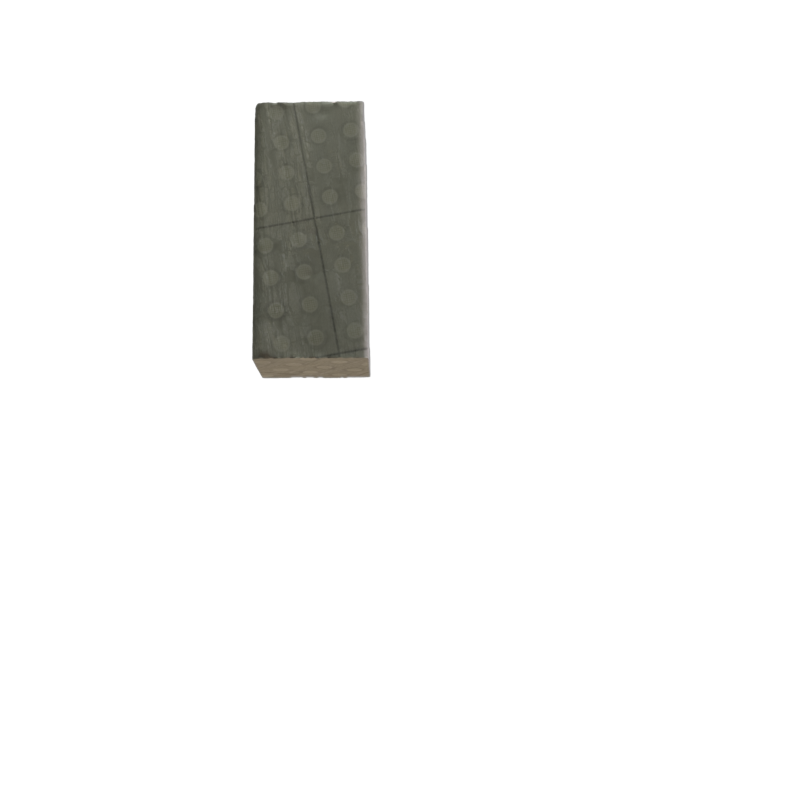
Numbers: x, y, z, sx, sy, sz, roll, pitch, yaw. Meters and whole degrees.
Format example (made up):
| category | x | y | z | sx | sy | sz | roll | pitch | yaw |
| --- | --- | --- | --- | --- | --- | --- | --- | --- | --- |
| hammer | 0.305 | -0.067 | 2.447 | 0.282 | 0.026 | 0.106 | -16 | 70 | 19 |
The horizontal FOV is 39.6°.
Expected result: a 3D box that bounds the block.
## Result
| category | x | y | z | sx | sy | sz | roll | pitch | yaw |
| --- | --- | --- | --- | --- | --- | --- | --- | --- | --- |
| block | -0.070 | -0.127 | 0.891 | 0.090 | 0.214 | 0.087 | -1 | -15 | 0 |
